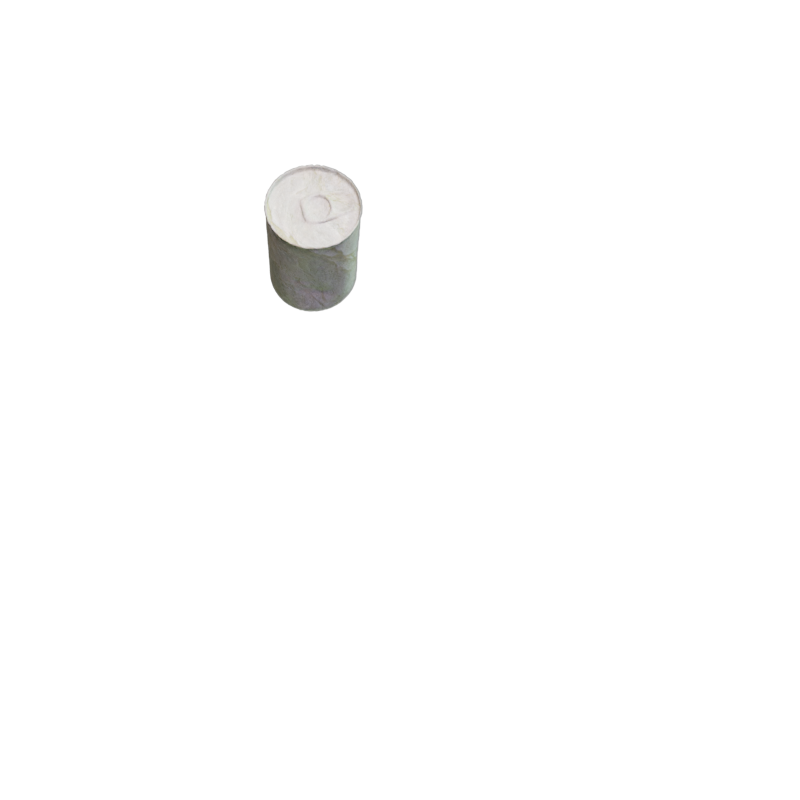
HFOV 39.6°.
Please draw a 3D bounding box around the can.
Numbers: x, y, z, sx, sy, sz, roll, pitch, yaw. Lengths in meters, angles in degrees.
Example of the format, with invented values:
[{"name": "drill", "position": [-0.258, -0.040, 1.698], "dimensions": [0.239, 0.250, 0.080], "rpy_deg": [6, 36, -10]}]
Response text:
[{"name": "can", "position": [-0.063, -0.115, 0.808], "dimensions": [0.068, 0.073, 0.097], "rpy_deg": [0, -25, -3]}]
